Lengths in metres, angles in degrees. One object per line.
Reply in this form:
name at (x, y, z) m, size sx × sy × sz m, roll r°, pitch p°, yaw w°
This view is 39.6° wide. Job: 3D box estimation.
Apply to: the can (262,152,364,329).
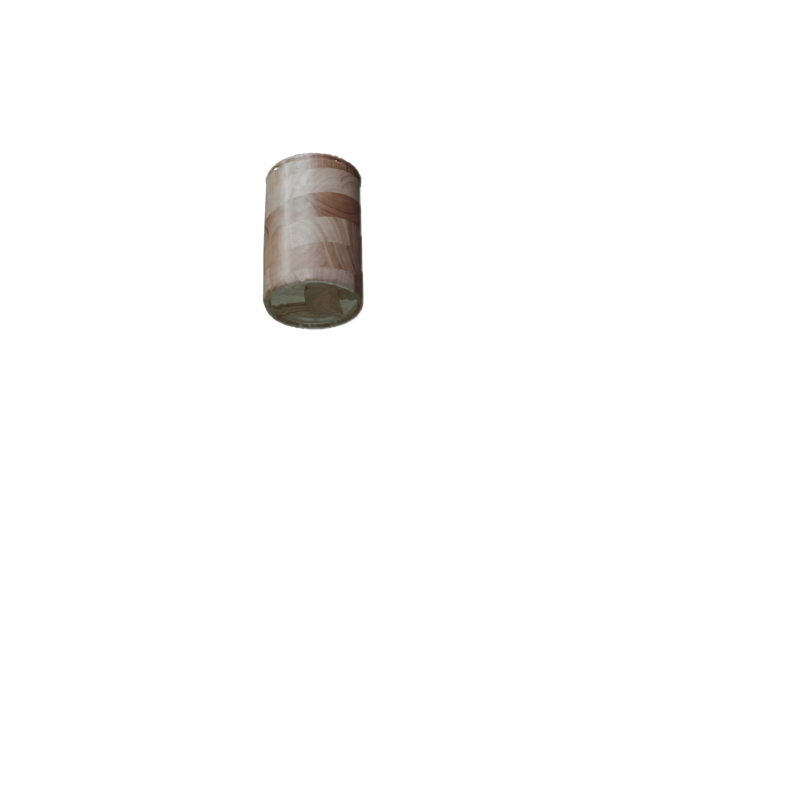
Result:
can at (-0.059, -0.108, 0.756) m, size 0.068 × 0.109 × 0.064 m, roll 0°, pitch -30°, yaw -2°
